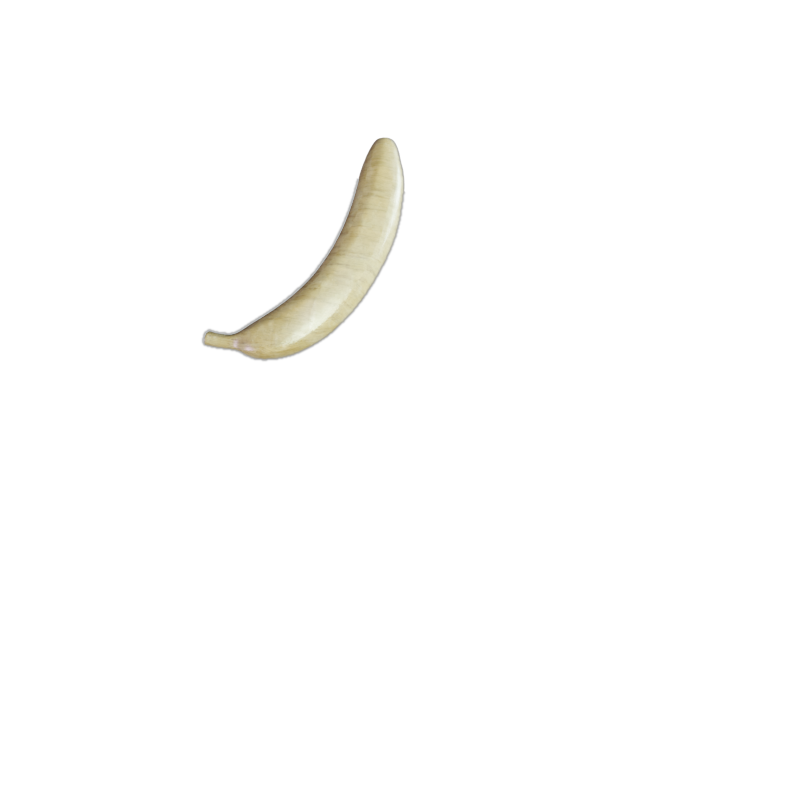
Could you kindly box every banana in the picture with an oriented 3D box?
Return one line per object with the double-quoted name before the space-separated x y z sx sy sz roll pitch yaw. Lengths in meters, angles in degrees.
"banana" -0.049 -0.095 0.770 0.071 0.200 0.036 39 -11 8
